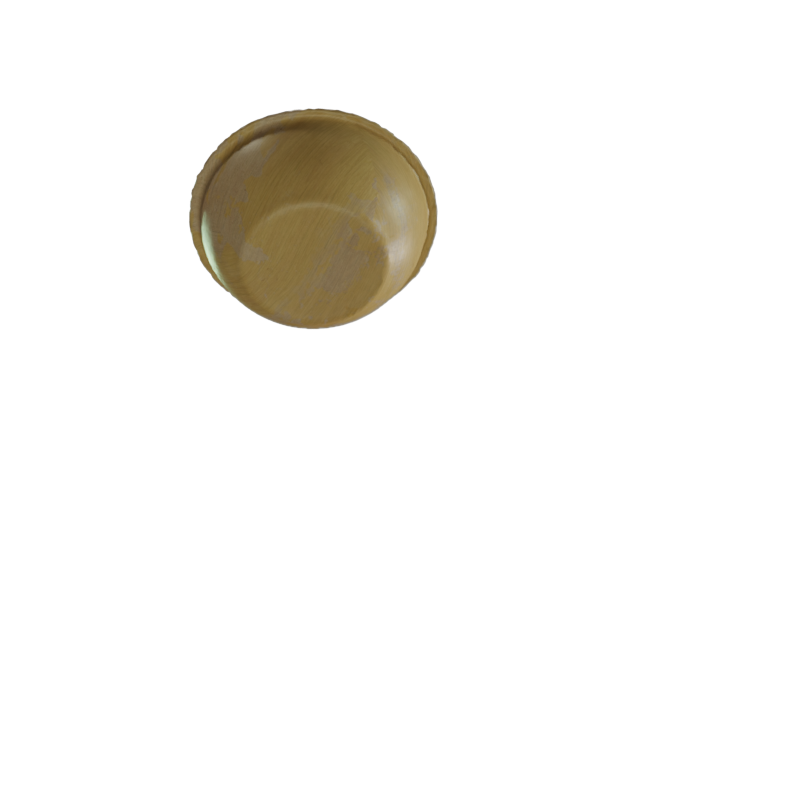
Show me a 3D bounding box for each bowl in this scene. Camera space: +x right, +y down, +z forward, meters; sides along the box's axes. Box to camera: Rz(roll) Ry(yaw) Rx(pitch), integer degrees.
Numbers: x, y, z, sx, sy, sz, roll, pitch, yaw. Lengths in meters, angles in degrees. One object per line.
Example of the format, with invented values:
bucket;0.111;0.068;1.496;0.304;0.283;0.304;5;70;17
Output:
bowl;-0.055;-0.100;0.700;0.162;0.152;0.059;1;35;-1
